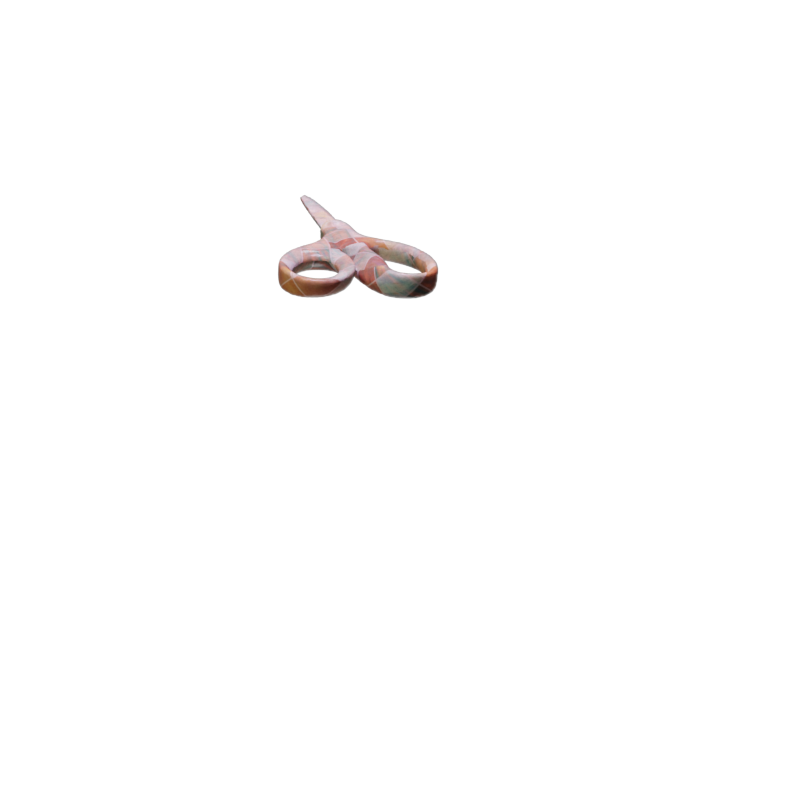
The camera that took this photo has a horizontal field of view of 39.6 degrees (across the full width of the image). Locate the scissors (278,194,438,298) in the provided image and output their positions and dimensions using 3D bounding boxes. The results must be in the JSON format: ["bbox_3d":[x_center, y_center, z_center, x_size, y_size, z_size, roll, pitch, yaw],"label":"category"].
[{"bbox_3d":[-0.053,-0.096,0.671,0.094,0.015,0.215,-12,26,-27],"label":"scissors"}]
